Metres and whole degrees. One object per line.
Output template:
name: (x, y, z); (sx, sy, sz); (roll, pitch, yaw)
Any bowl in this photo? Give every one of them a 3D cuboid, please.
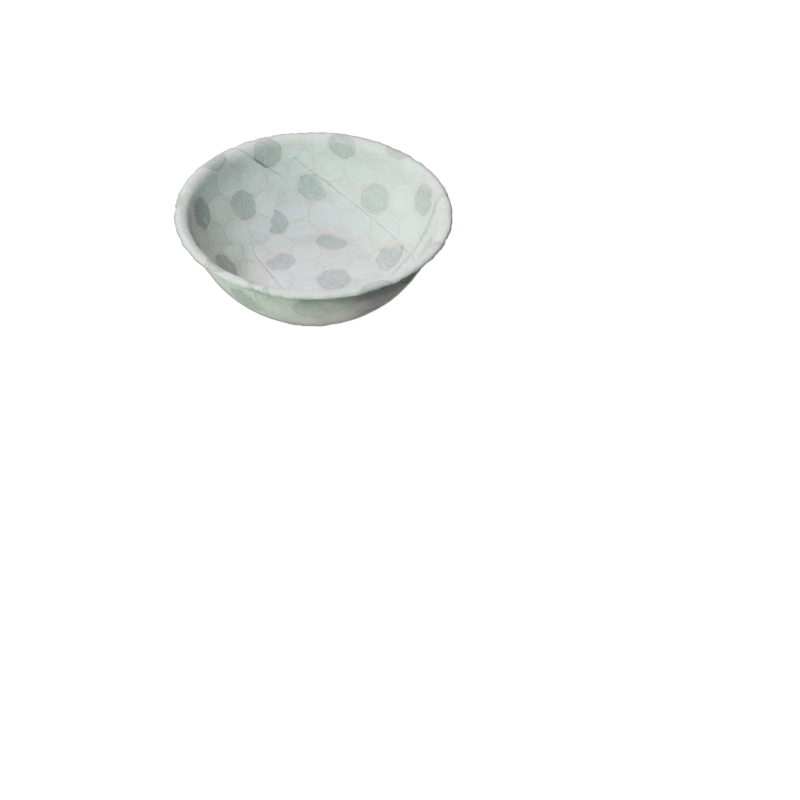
bowl: (-0.052, -0.094, 0.659); (0.162, 0.051, 0.174); (-1, 42, -2)
